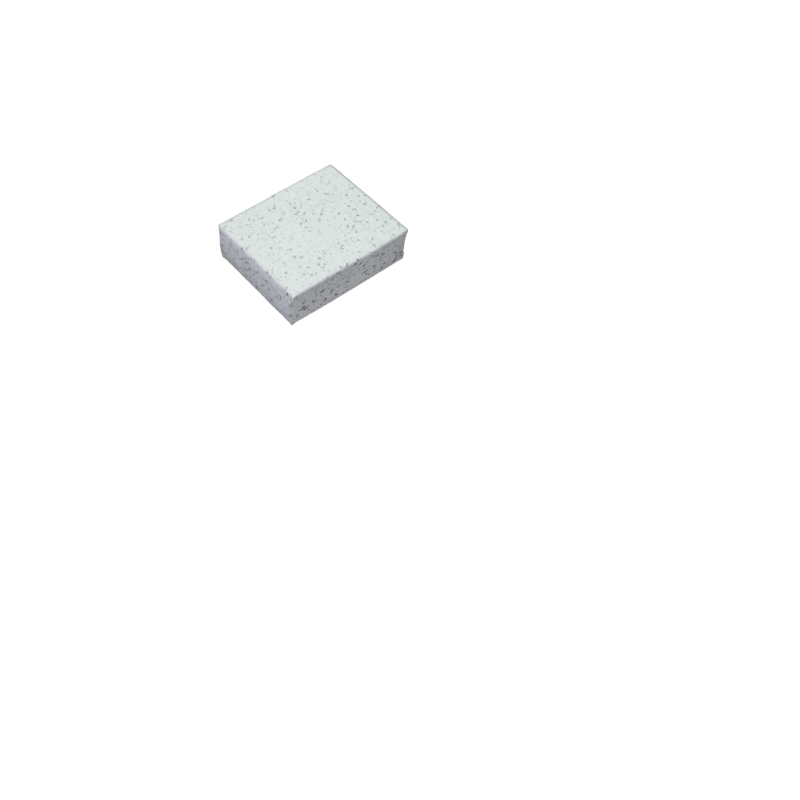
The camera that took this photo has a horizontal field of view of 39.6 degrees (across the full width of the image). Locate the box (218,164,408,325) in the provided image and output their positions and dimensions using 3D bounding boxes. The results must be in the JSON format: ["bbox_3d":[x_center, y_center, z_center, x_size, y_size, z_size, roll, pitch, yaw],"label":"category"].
[{"bbox_3d":[-0.065,-0.119,0.830,0.114,0.036,0.096,-34,59,-25],"label":"box"}]
